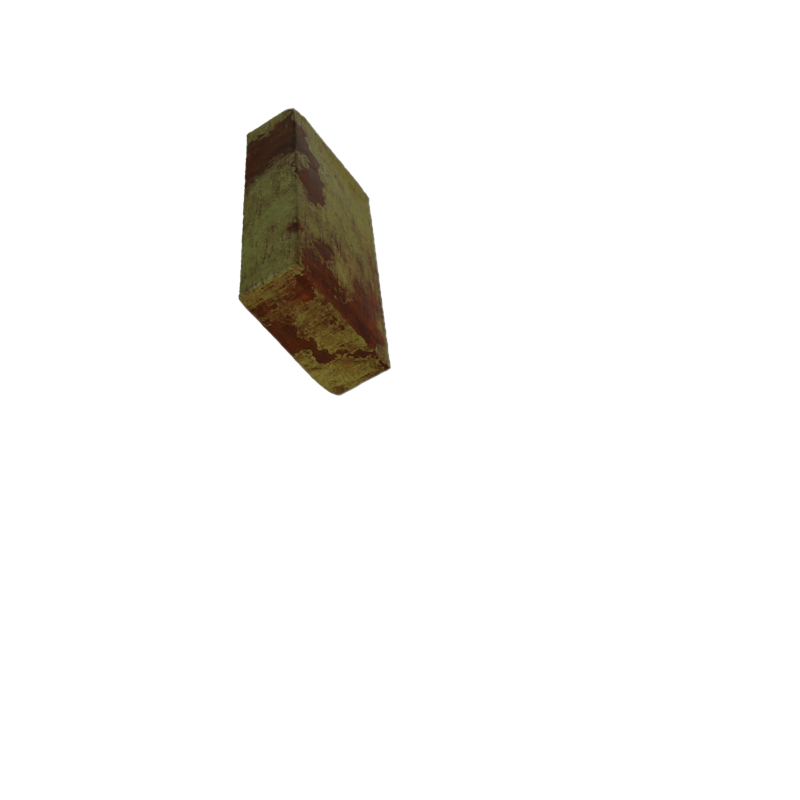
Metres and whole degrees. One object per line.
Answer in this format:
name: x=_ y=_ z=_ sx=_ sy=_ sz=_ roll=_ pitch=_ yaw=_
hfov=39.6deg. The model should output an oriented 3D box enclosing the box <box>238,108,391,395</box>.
box: x=-0.052 y=-0.095 z=0.666 sx=0.048 sy=0.189 sz=0.087 roll=-29 pitch=-53 yaw=20
